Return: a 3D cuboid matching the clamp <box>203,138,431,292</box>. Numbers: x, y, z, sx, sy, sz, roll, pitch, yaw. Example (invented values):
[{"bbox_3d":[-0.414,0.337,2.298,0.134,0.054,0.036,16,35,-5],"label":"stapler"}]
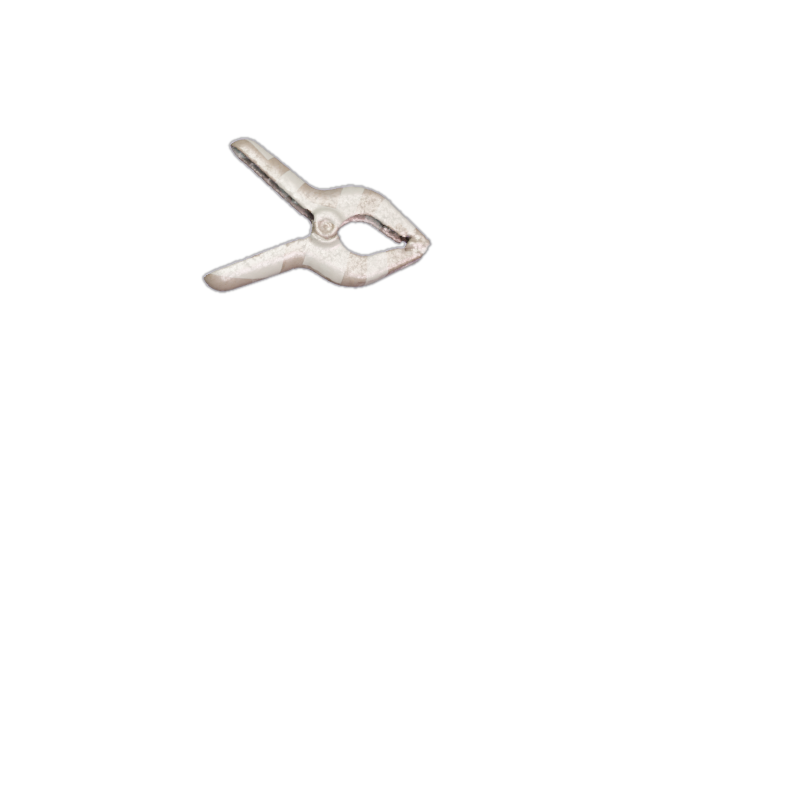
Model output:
[{"bbox_3d":[-0.067,-0.121,0.850,0.172,0.121,0.039,19,-6,2],"label":"clamp"}]
